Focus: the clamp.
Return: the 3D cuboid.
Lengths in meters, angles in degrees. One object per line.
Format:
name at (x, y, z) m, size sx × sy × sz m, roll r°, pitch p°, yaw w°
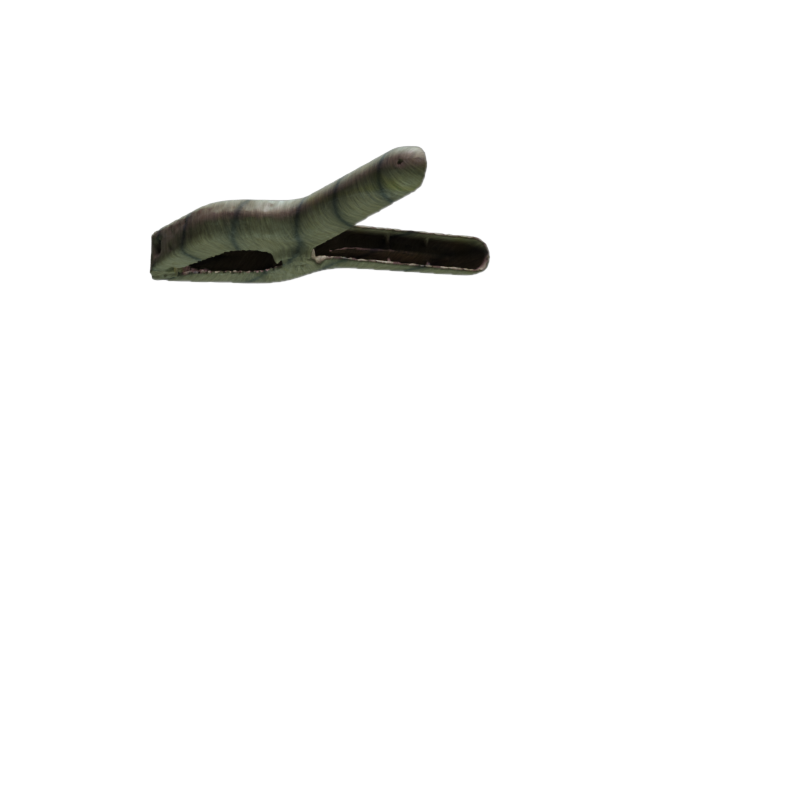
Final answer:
clamp at (-0.053, -0.097, 0.682) m, size 0.214 × 0.038 × 0.154 m, roll -7°, pitch -16°, yaw 25°
